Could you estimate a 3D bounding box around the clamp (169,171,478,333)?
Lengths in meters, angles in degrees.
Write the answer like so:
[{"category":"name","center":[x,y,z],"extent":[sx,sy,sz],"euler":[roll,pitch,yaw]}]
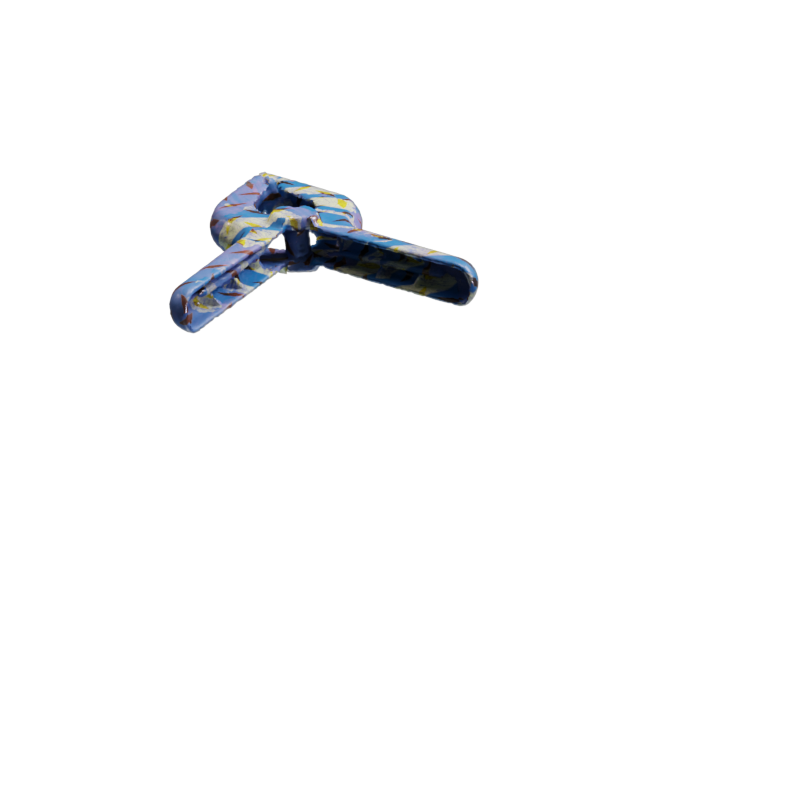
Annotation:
[{"category":"clamp","center":[-0.052,-0.095,0.662],"extent":[0.163,0.035,0.223],"euler":[-3,26,-7]}]
